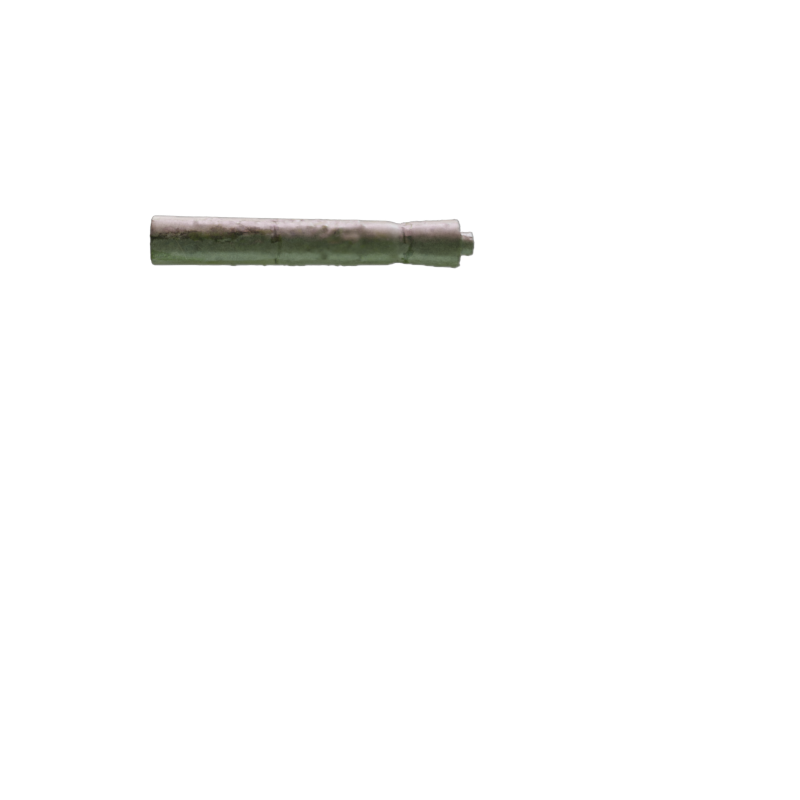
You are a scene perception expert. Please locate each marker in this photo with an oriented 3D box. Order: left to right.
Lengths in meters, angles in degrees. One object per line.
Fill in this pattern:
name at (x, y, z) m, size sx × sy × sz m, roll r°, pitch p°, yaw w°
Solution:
marker at (-0.033, -0.060, 0.417) m, size 0.120 × 0.020 × 0.020 m, roll 0°, pitch 4°, yaw -3°
